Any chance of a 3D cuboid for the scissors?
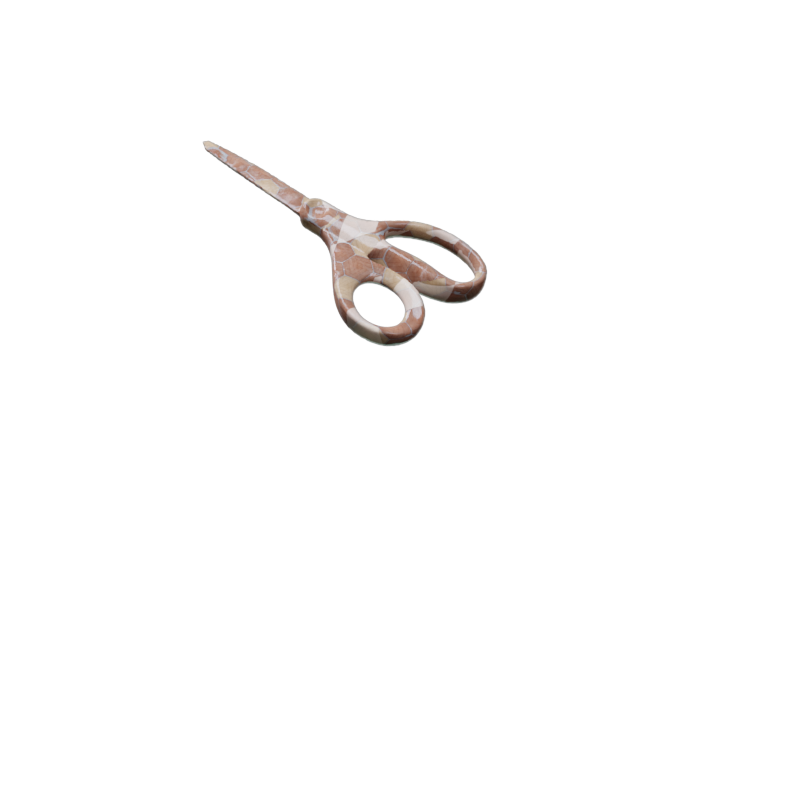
[{"bbox_3d":[-0.051,-0.092,0.647,0.209,0.100,0.015,21,-36,17],"label":"scissors"}]
